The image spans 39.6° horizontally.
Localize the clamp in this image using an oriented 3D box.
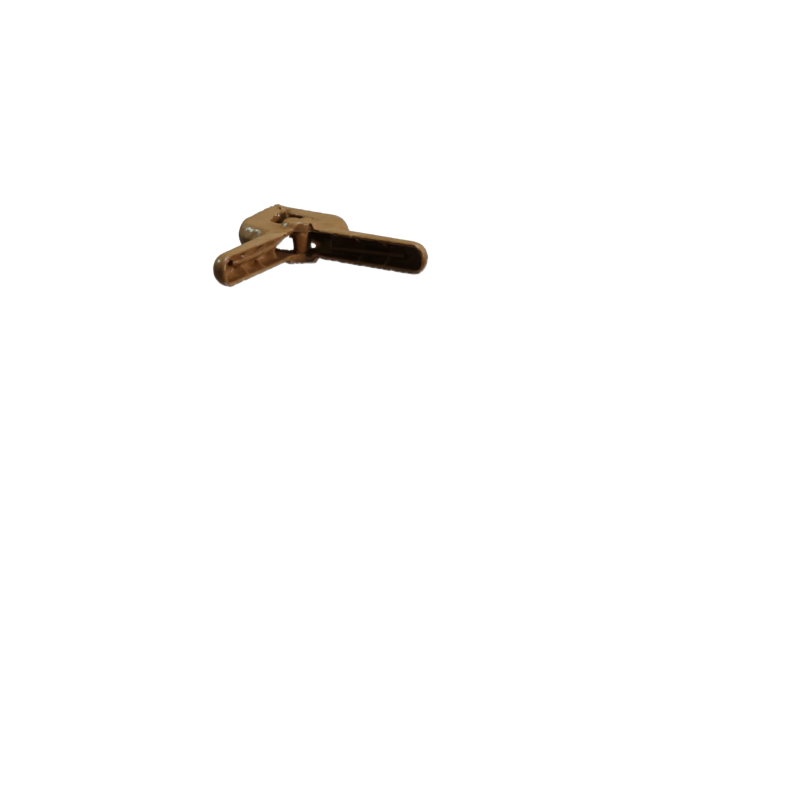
[{"bbox_3d":[-0.072,-0.132,0.922,0.163,0.035,0.219,-2,19,-7],"label":"clamp"}]
